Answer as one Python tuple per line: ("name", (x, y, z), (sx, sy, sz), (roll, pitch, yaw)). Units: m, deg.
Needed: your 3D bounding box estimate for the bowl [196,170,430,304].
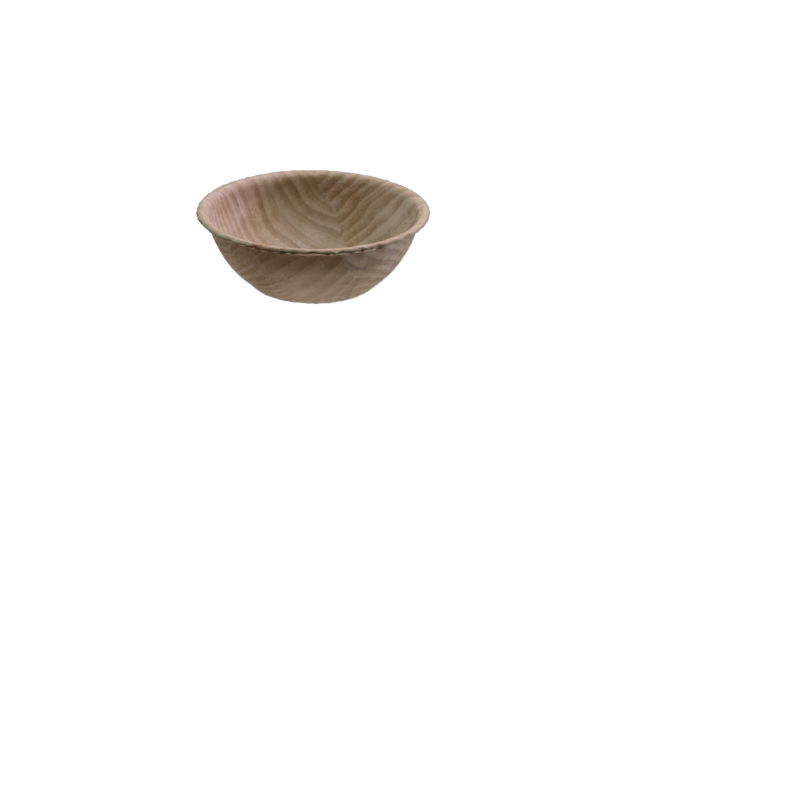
("bowl", (-0.061, -0.111, 0.779), (0.162, 0.052, 0.172), (-1, 29, -2))
